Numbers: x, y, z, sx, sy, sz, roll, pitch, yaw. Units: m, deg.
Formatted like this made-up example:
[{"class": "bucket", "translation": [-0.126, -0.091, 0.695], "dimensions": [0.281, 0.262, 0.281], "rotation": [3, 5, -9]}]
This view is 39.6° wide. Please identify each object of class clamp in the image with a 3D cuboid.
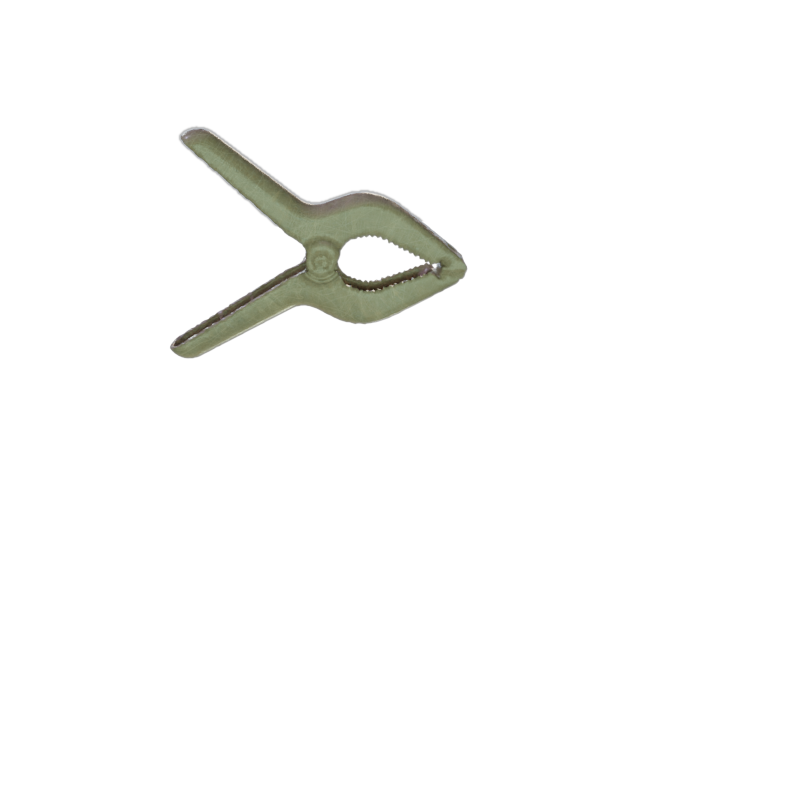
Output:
[{"class": "clamp", "translation": [-0.060, -0.110, 0.768], "dimensions": [0.210, 0.158, 0.038], "rotation": [-2, 19, 0]}]
